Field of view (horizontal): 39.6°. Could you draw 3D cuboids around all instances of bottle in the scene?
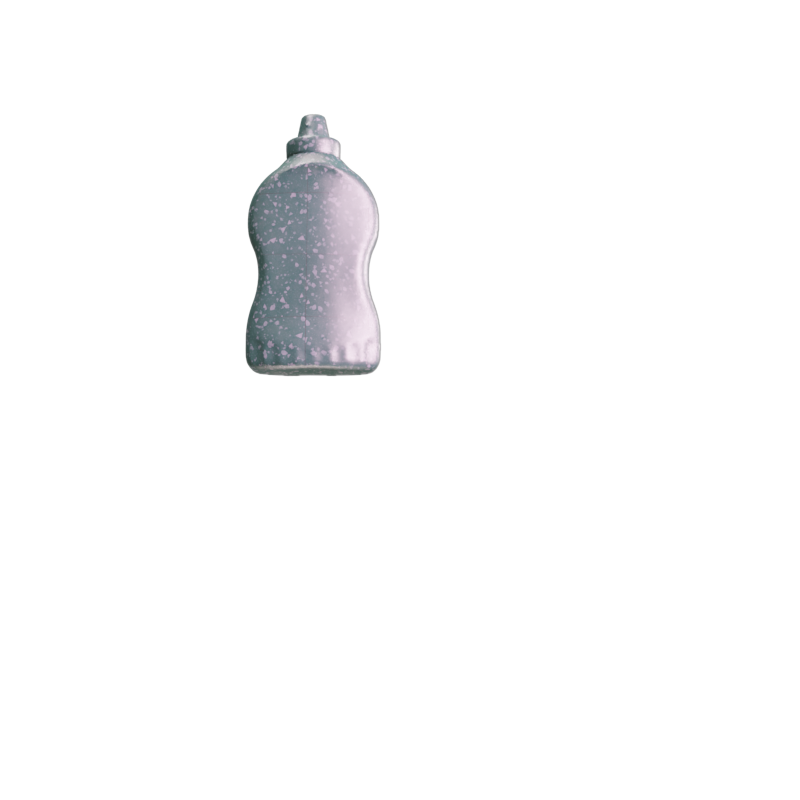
[{"bbox_3d":[-0.063,-0.115,0.809,0.096,0.197,0.057,-1,-12,0],"label":"bottle"}]
